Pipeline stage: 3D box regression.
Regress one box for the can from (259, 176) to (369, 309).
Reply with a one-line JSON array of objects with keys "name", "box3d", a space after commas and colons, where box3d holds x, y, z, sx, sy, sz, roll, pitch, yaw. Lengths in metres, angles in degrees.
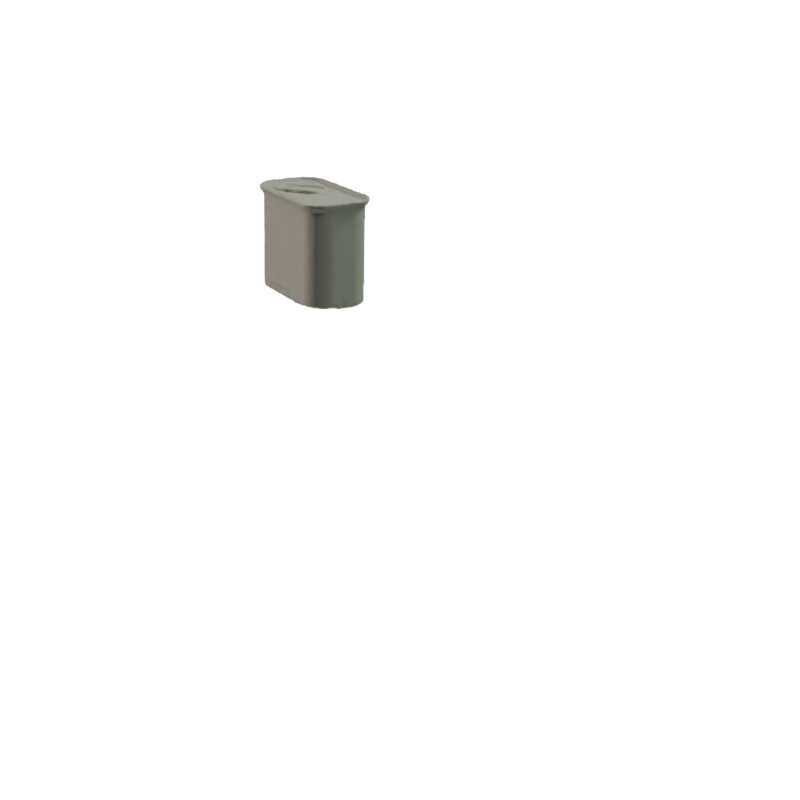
[{"name": "can", "box3d": [-0.068, -0.124, 0.872, 0.056, 0.080, 0.109, -10, 23, -30]}]
